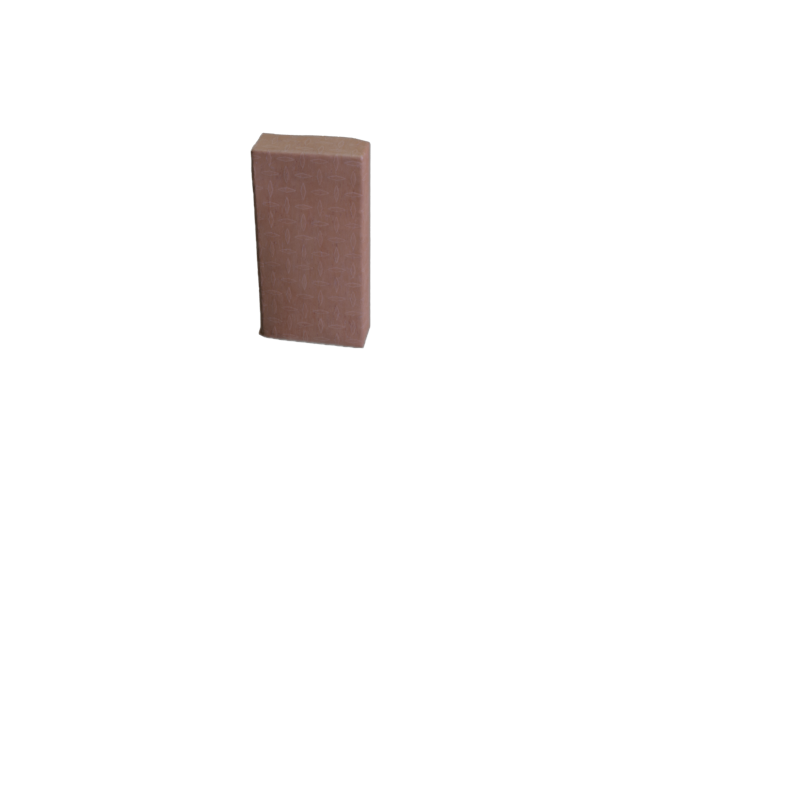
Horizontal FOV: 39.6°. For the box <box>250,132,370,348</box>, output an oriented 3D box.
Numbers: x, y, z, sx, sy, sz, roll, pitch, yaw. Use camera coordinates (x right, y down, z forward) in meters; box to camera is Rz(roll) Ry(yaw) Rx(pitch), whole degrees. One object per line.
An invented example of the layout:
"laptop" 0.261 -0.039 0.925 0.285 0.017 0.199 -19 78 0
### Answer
"box" -0.071 -0.131 0.915 0.095 0.167 0.050 7 27 9
